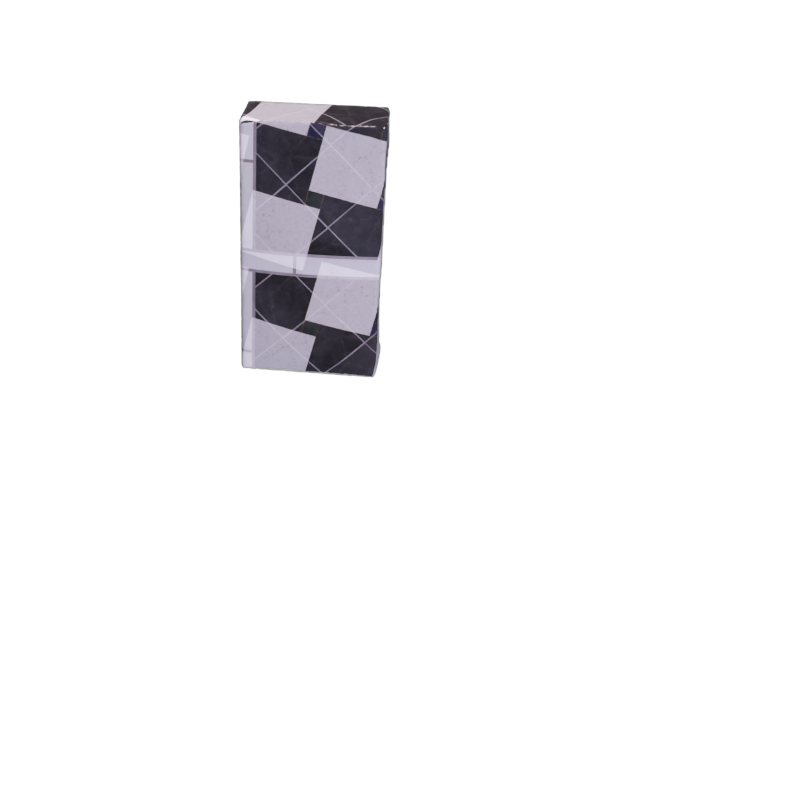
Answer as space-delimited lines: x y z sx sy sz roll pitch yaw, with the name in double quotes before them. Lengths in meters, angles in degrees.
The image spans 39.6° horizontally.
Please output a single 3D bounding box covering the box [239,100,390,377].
"box" -0.056 -0.102 0.718 0.094 0.166 0.051 4 29 4
